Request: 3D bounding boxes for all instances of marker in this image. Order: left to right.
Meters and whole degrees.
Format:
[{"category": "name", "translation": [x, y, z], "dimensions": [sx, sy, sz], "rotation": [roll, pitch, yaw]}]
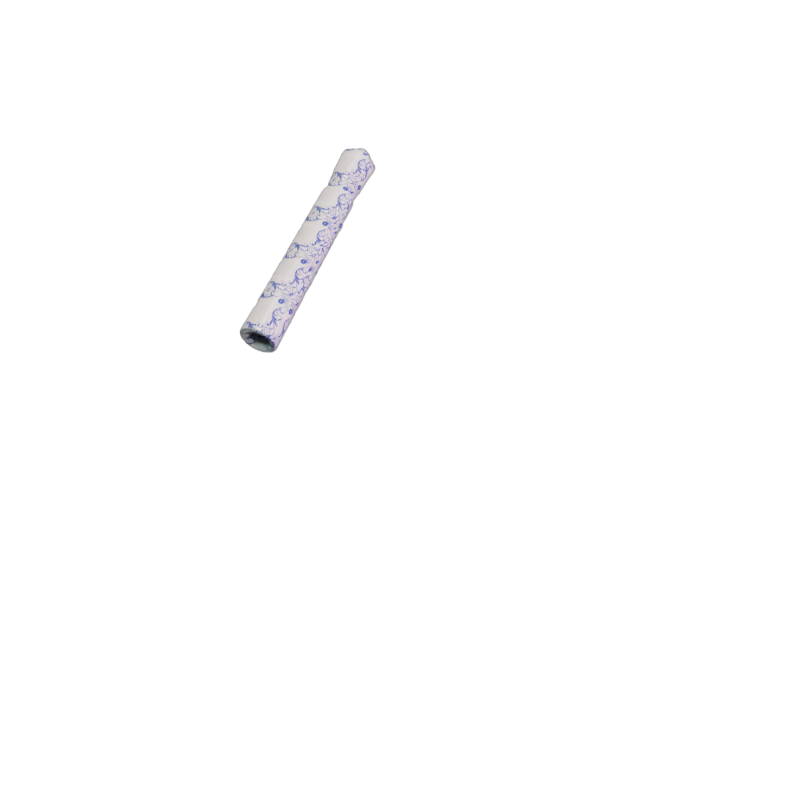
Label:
[{"category": "marker", "translation": [-0.042, -0.076, 0.530], "dimensions": [0.020, 0.126, 0.018], "rotation": [19, -31, 10]}]
